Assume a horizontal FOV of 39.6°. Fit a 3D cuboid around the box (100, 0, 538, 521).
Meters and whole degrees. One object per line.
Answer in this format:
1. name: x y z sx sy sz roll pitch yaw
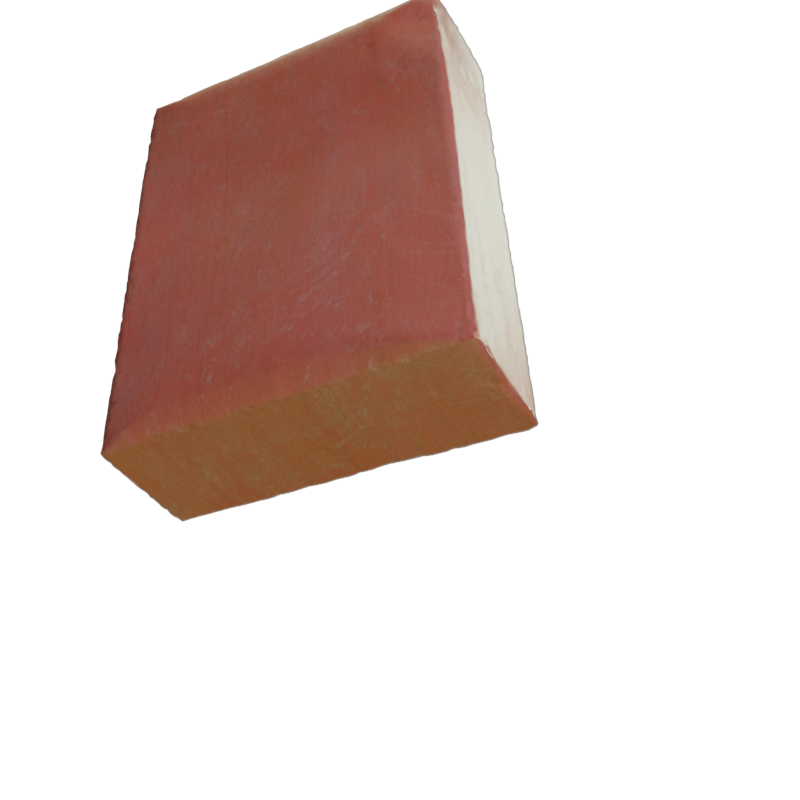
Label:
1. box: -0.039 -0.071 0.500 0.165 0.229 0.066 -18 -41 19
